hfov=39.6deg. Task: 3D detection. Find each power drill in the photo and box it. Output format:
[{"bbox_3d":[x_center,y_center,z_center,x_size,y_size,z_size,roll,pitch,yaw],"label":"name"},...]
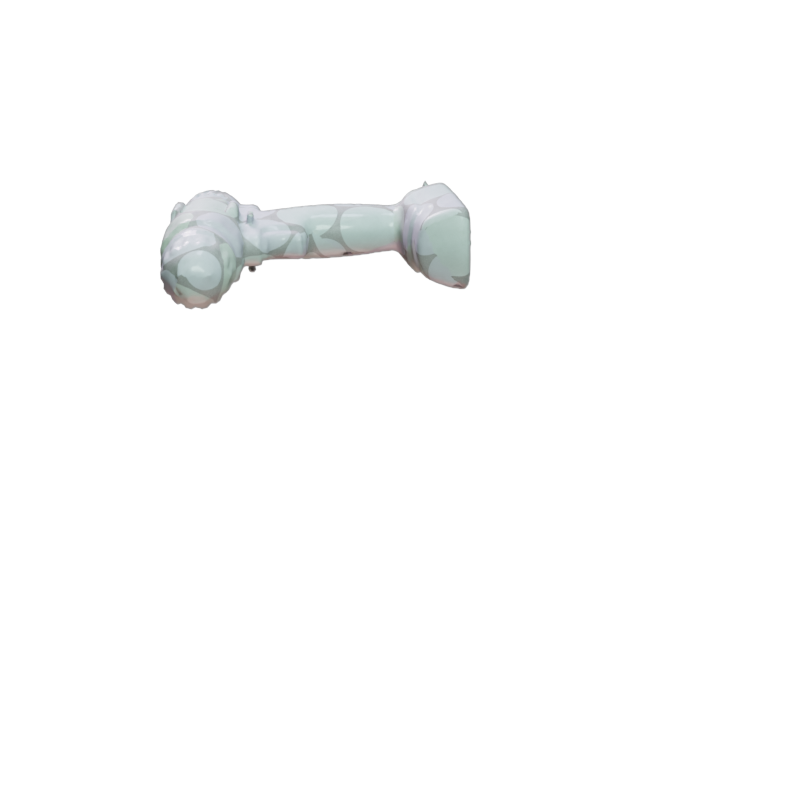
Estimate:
[{"bbox_3d":[-0.054,-0.099,0.692,0.187,0.055,0.193,-1,21,-4],"label":"power drill"}]
